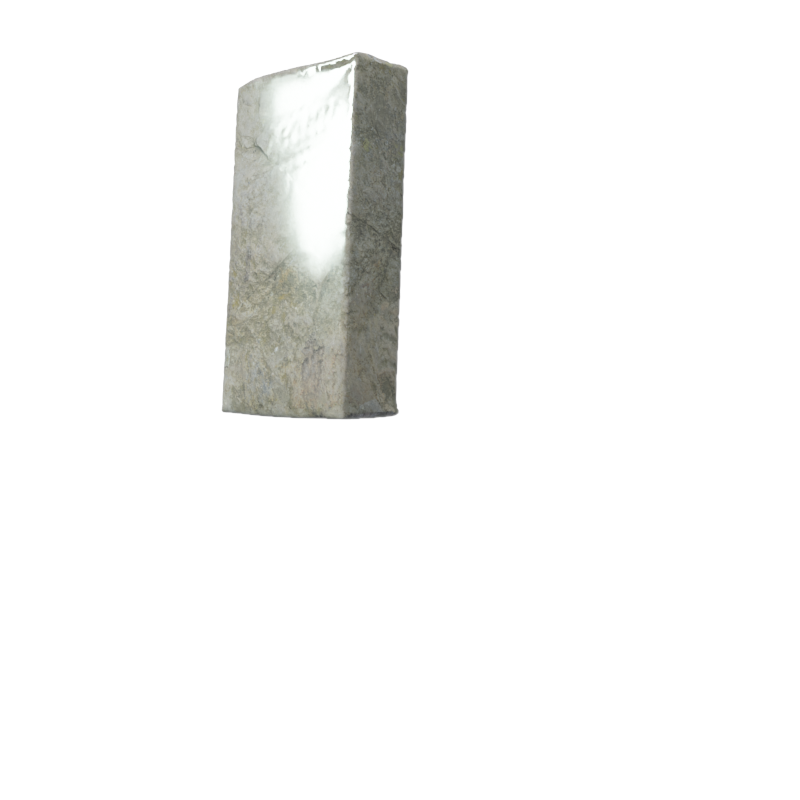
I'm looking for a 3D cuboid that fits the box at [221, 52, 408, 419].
[{"bbox_3d":[-0.044,-0.080,0.564,0.096,0.179,0.046,-5,-7,43],"label":"box"}]
